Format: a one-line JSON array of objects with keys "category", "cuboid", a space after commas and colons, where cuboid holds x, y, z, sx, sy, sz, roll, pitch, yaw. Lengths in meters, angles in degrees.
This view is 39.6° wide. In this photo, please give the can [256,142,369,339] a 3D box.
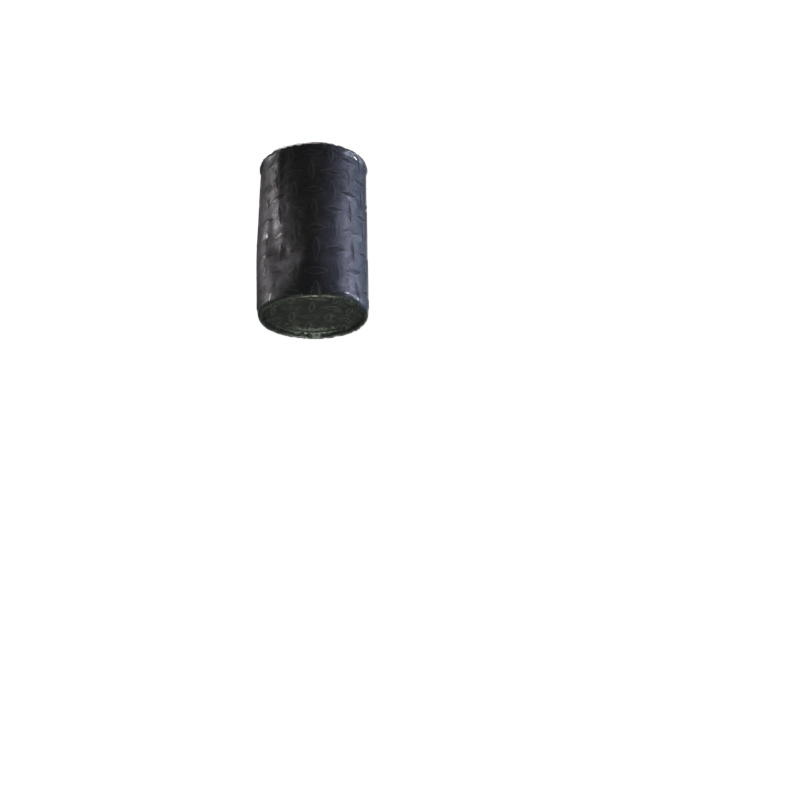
[{"category": "can", "cuboid": [-0.053, -0.096, 0.675, 0.068, 0.108, 0.065, 0, -24, -2]}]
